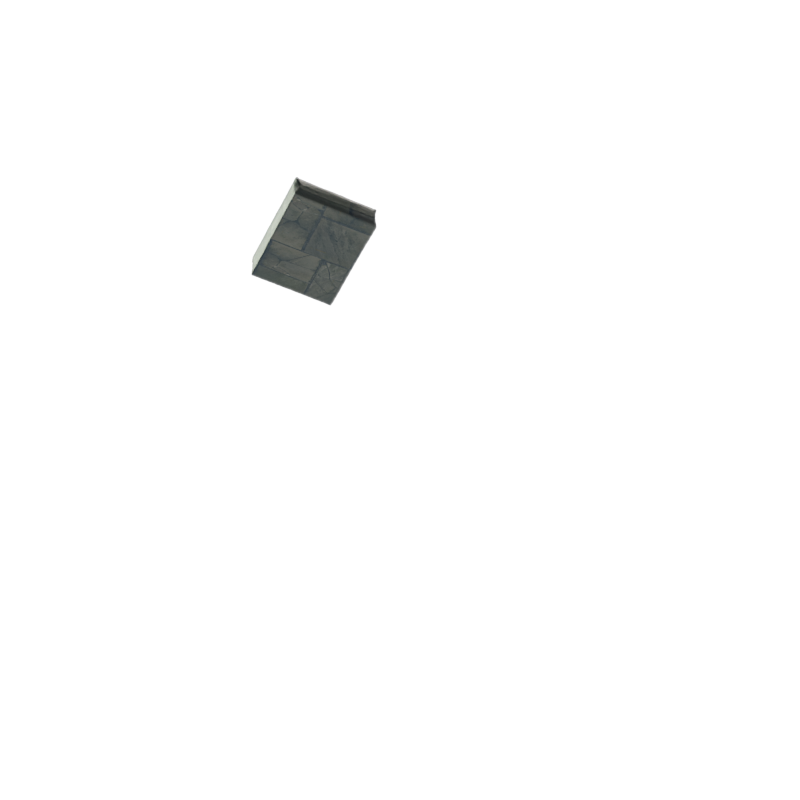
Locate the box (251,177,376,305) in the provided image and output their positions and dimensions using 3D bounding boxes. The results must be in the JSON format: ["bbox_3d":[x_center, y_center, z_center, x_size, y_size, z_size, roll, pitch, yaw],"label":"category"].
[{"bbox_3d":[-0.070,-0.129,0.901,0.071,0.086,0.032,22,32,-15],"label":"box"}]
